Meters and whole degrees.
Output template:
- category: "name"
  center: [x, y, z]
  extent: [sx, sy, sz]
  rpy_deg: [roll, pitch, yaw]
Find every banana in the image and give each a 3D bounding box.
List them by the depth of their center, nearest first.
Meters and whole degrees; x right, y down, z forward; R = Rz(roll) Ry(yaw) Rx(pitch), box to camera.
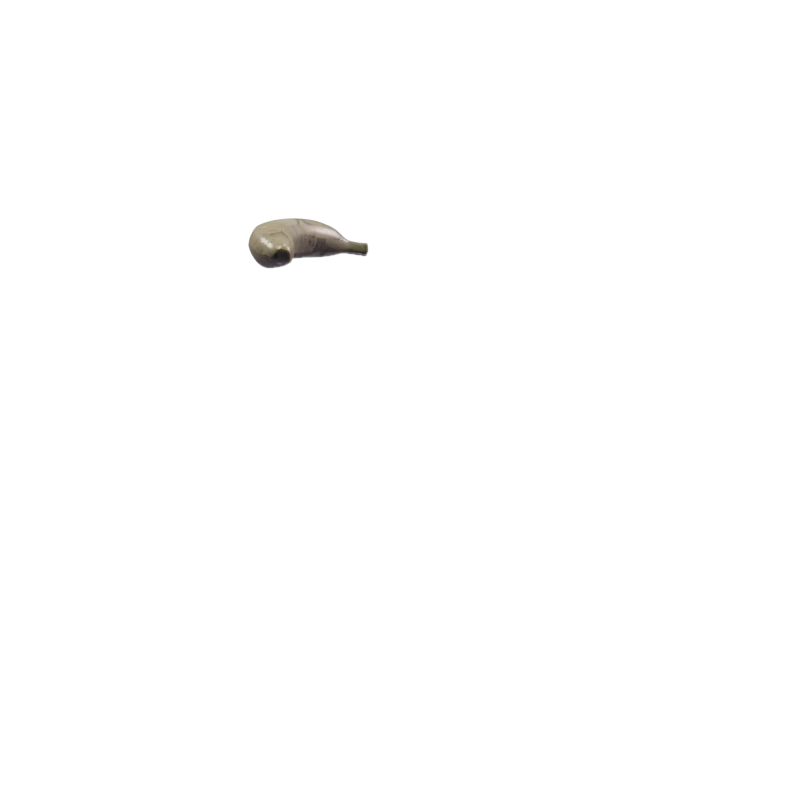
- category: "banana"
  center: [-0.090, -0.136, 0.947]
  extent: [0.071, 0.036, 0.196]
  rpy_deg: [3, 12, 18]
